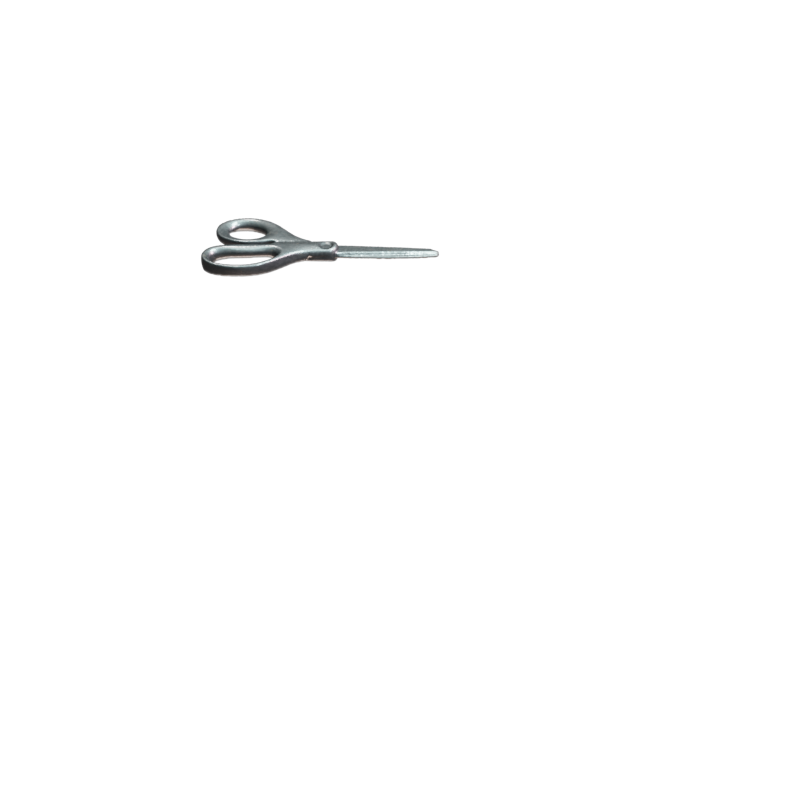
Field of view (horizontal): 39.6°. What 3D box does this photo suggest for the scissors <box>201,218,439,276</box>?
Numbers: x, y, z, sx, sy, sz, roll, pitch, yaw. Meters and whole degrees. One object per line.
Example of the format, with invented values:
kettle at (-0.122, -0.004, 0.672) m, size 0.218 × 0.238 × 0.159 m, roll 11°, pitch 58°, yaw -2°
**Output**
scissors at (-0.076, -0.139, 0.975) m, size 0.199 × 0.015 × 0.104 m, roll -8°, pitch 36°, yaw -11°
